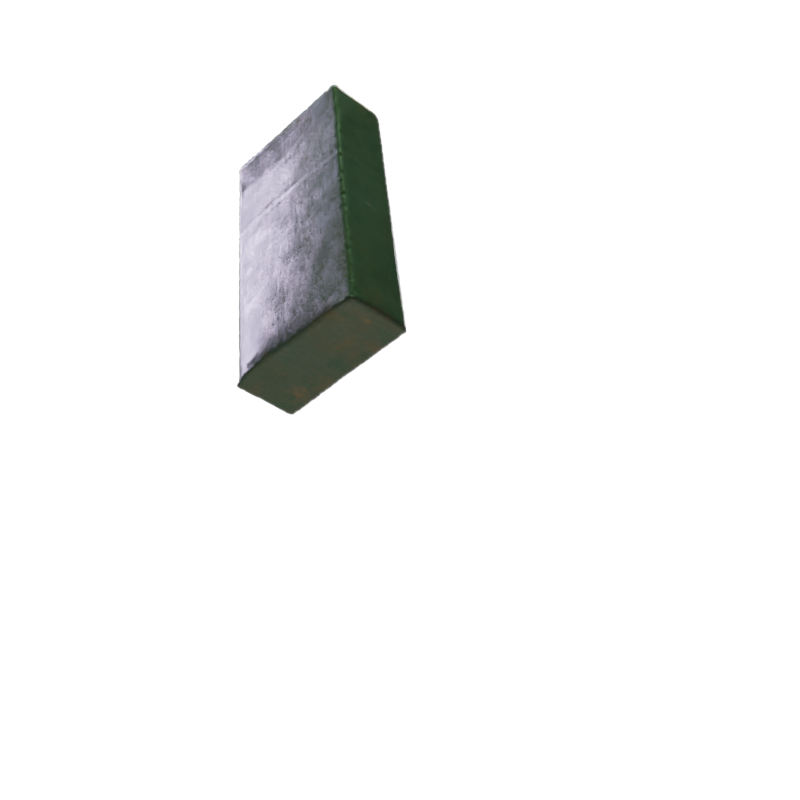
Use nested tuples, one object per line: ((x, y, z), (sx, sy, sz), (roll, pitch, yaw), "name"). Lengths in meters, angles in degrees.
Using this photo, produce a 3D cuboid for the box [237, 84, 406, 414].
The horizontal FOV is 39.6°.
((-0.049, -0.090, 0.630), (0.045, 0.189, 0.092), (33, -53, -33), "box")
